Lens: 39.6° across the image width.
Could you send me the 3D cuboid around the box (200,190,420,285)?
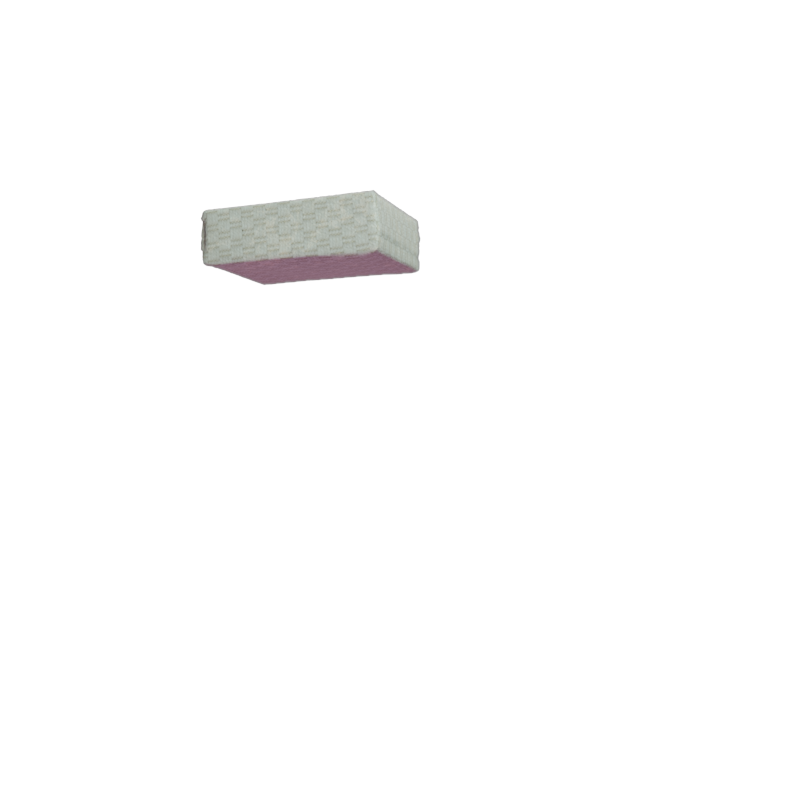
[{"bbox_3d":[-0.054,-0.098,0.684,0.116,0.040,0.086,-1,-3,19],"label":"box"}]
